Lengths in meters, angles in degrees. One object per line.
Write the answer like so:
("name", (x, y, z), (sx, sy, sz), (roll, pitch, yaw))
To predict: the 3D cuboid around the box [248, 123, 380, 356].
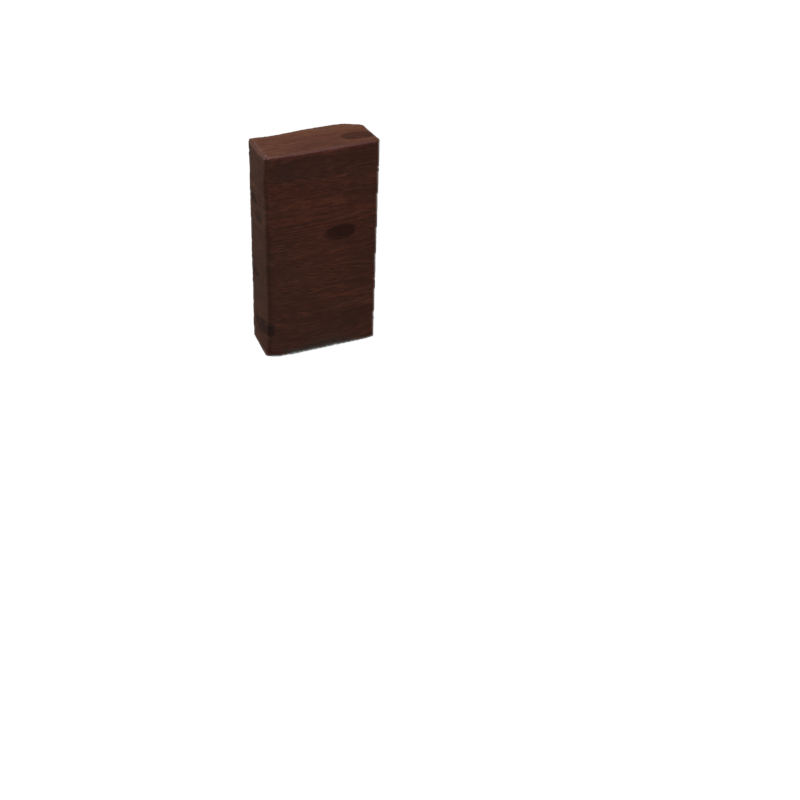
("box", (-0.067, -0.122, 0.856), (0.092, 0.166, 0.052), (-11, 32, -21))
